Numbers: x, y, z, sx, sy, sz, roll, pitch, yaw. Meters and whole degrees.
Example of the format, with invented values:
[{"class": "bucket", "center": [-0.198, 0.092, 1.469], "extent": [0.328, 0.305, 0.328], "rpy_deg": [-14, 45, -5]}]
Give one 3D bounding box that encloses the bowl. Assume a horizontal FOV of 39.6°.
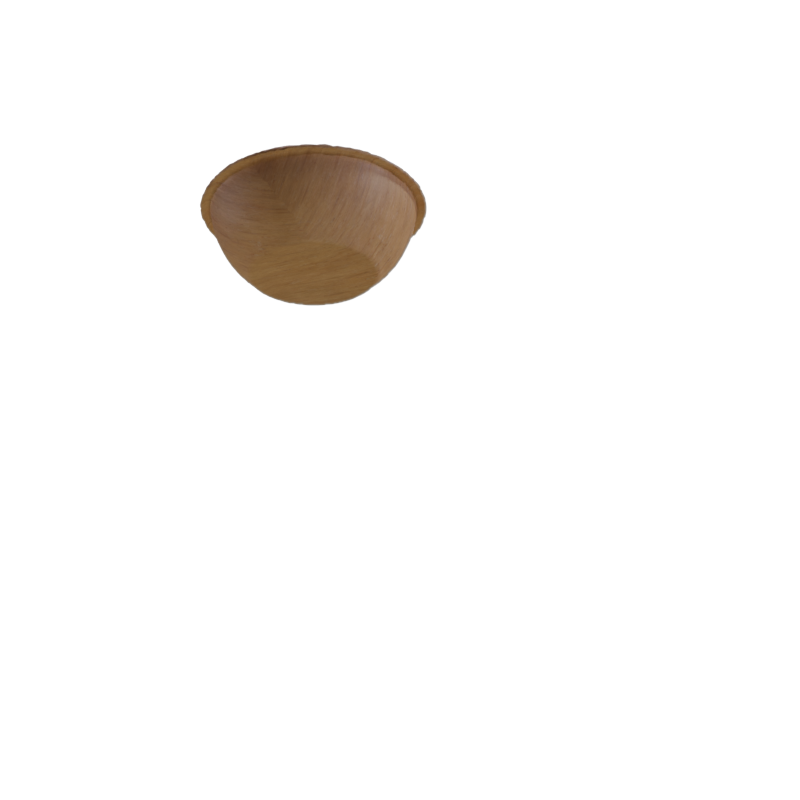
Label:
[{"class": "bowl", "center": [-0.061, -0.112, 0.783], "extent": [0.162, 0.058, 0.153], "rpy_deg": [1, -26, -2]}]
